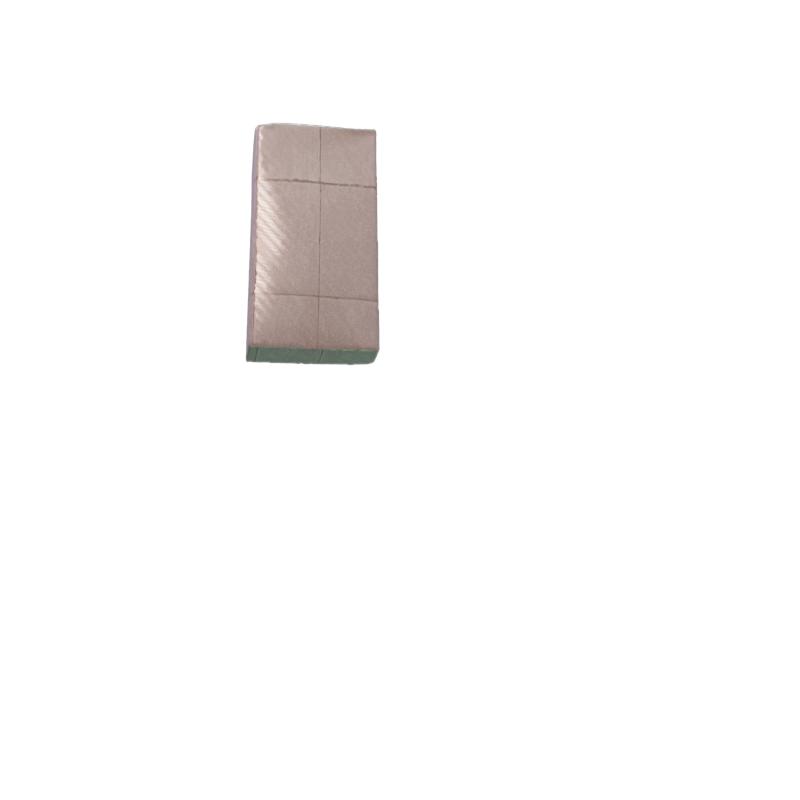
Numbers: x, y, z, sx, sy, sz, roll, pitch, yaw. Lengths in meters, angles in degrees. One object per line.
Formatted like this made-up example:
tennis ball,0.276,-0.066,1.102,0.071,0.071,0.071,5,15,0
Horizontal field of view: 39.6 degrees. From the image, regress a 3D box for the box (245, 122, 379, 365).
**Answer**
box,-0.063,-0.115,0.807,0.092,0.185,0.046,1,-20,-8
